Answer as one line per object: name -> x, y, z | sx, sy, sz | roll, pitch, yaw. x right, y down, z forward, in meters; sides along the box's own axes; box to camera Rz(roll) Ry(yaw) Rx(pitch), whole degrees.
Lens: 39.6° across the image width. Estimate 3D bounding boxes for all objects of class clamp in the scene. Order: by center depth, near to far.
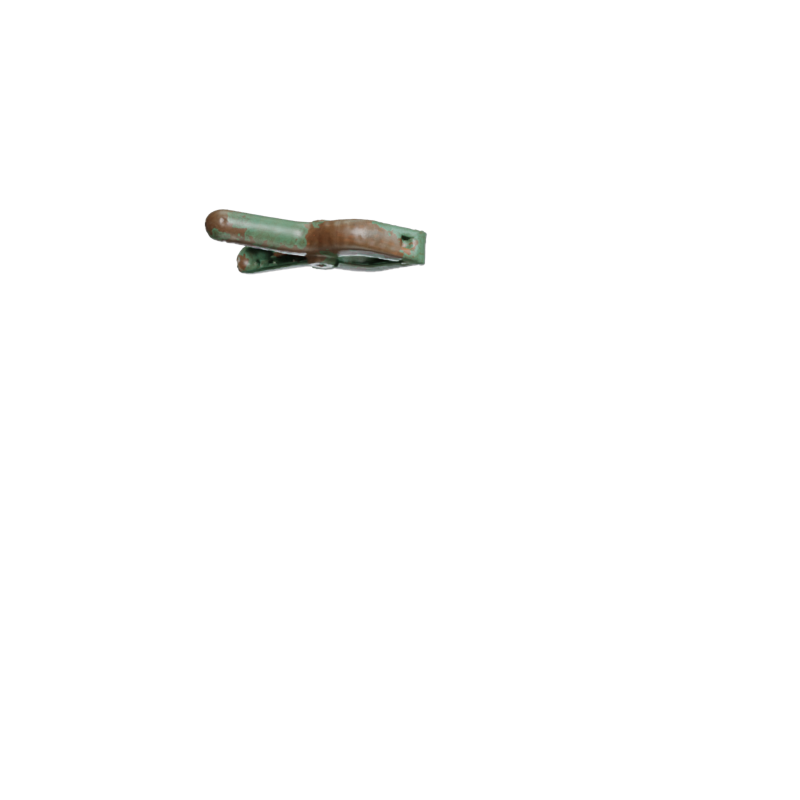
clamp -> -0.069, -0.125, 0.876 | 0.175, 0.040, 0.115 | -1, -4, 16
